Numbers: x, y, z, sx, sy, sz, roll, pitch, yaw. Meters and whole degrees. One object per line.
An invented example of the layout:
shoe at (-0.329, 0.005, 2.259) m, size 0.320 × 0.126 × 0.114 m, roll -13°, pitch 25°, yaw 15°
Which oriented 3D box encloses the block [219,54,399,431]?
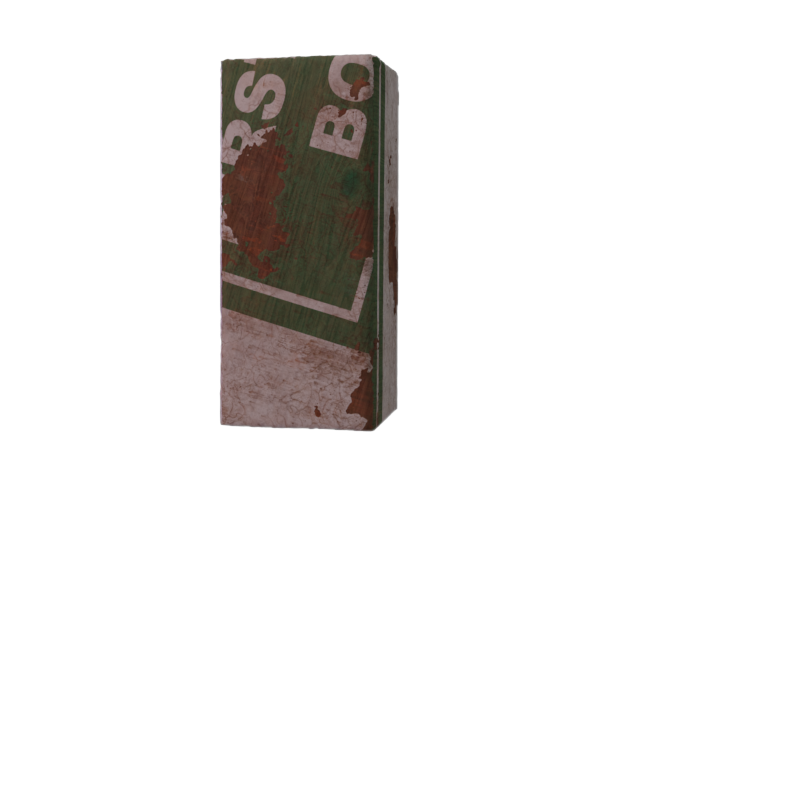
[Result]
block at (-0.051, -0.093, 0.653) m, size 0.092 × 0.206 × 0.089 m, roll 0°, pitch 2°, yaw 11°
